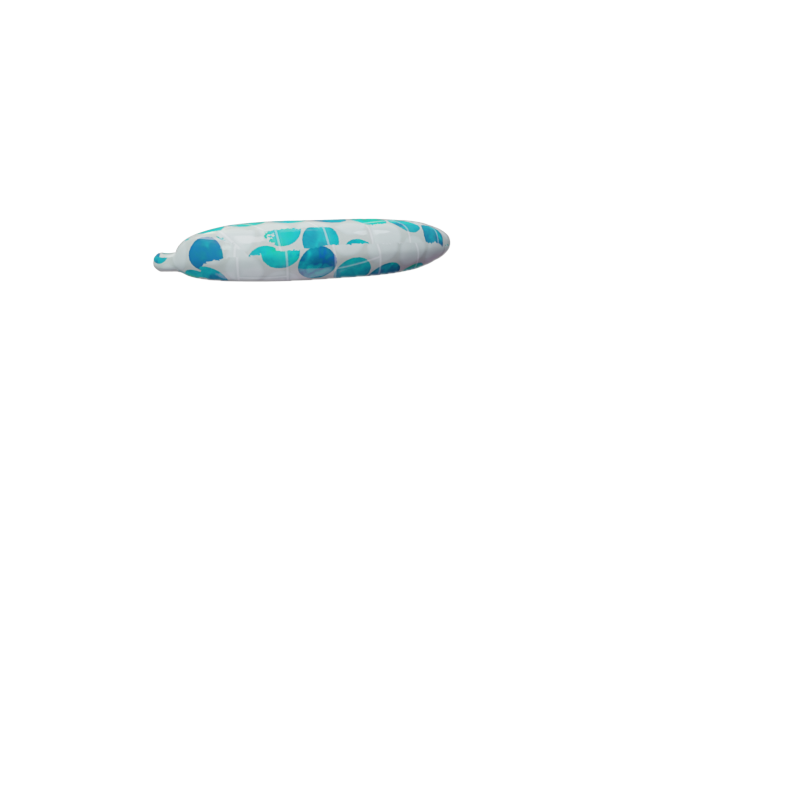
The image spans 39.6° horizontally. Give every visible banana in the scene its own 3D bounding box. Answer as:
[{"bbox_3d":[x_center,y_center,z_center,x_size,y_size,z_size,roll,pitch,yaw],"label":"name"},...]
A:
[{"bbox_3d":[-0.055,-0.097,0.702,0.195,0.036,0.073,-4,16,-12],"label":"banana"}]
